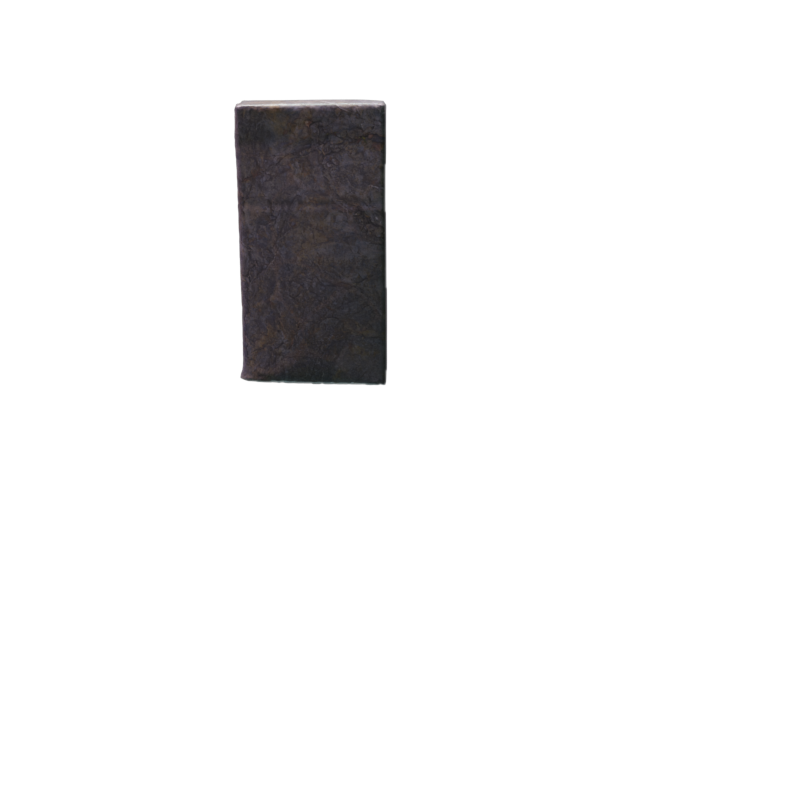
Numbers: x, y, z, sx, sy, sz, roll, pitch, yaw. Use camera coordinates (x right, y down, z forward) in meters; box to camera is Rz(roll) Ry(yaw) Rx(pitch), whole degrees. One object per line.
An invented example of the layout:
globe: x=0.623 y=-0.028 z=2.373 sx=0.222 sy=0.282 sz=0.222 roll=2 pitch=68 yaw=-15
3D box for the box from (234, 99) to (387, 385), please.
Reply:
box: x=-0.054 y=-0.099 z=0.695 sx=0.094 sy=0.172 sz=0.049 roll=1 pitch=10 yaw=3
